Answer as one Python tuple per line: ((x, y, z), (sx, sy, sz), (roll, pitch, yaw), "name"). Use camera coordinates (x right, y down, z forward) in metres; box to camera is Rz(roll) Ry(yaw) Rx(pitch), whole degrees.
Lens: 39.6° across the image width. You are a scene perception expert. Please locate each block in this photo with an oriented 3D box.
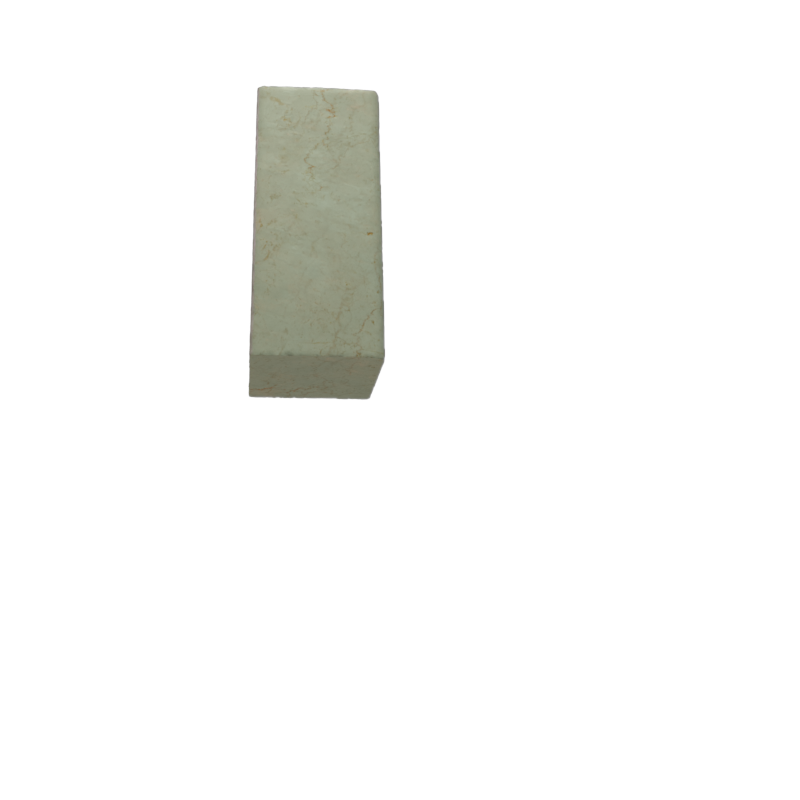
((-0.062, -0.114, 0.797), (0.089, 0.218, 0.087), (1, -24, -6), "block")
